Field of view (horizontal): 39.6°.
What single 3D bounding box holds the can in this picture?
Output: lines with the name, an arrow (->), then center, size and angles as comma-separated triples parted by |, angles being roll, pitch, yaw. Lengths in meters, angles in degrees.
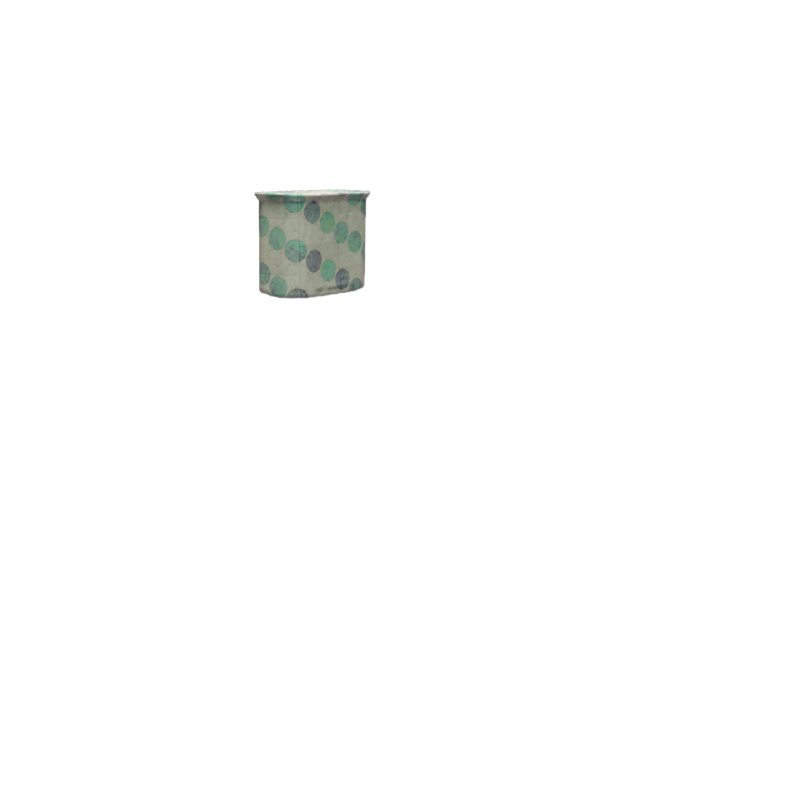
can -> -0.072, -0.131, 0.915 | 0.060, 0.082, 0.099 | 6, 11, 39
